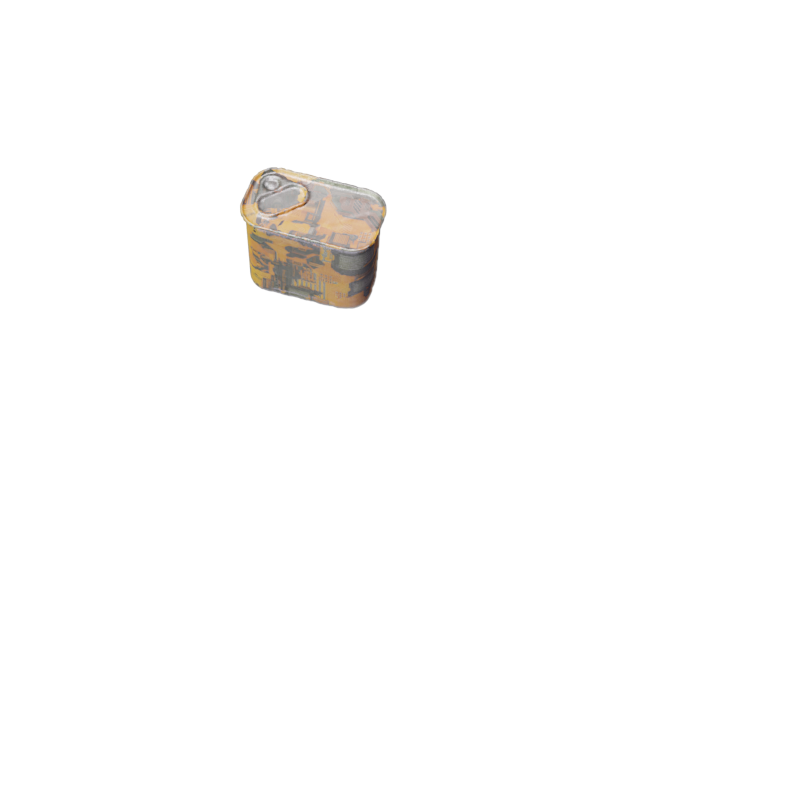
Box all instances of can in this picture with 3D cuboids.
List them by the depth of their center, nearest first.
[{"bbox_3d":[-0.064,-0.117,0.822,0.104,0.060,0.078,15,-31,8],"label":"can"}]
